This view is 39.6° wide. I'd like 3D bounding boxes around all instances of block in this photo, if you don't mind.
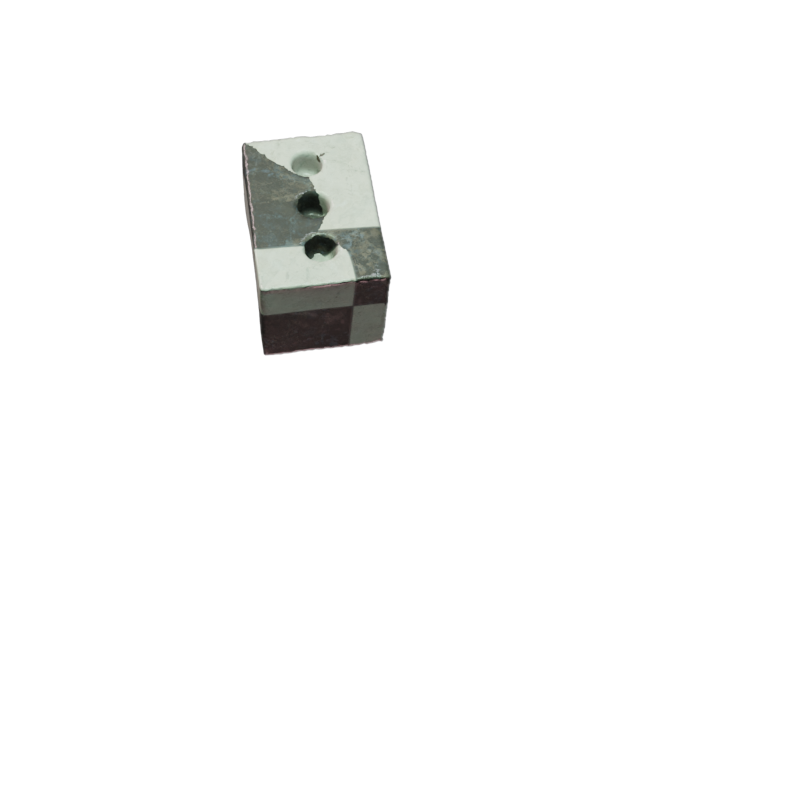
[{"bbox_3d":[-0.036,-0.066,0.463,0.052,0.084,0.048,-7,-33,-7],"label":"block"}]
